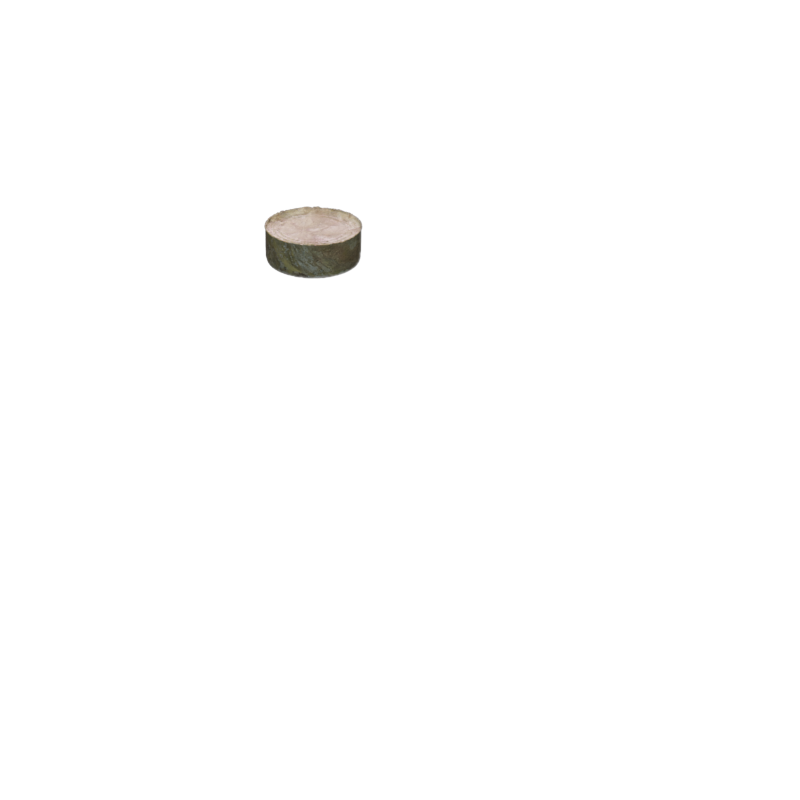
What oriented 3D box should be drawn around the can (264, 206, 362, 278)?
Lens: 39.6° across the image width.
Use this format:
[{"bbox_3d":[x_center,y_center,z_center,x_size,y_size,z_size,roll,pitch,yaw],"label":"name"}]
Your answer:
[{"bbox_3d":[-0.077,-0.140,0.978,0.086,0.032,0.091,-1,30,-2],"label":"can"}]
